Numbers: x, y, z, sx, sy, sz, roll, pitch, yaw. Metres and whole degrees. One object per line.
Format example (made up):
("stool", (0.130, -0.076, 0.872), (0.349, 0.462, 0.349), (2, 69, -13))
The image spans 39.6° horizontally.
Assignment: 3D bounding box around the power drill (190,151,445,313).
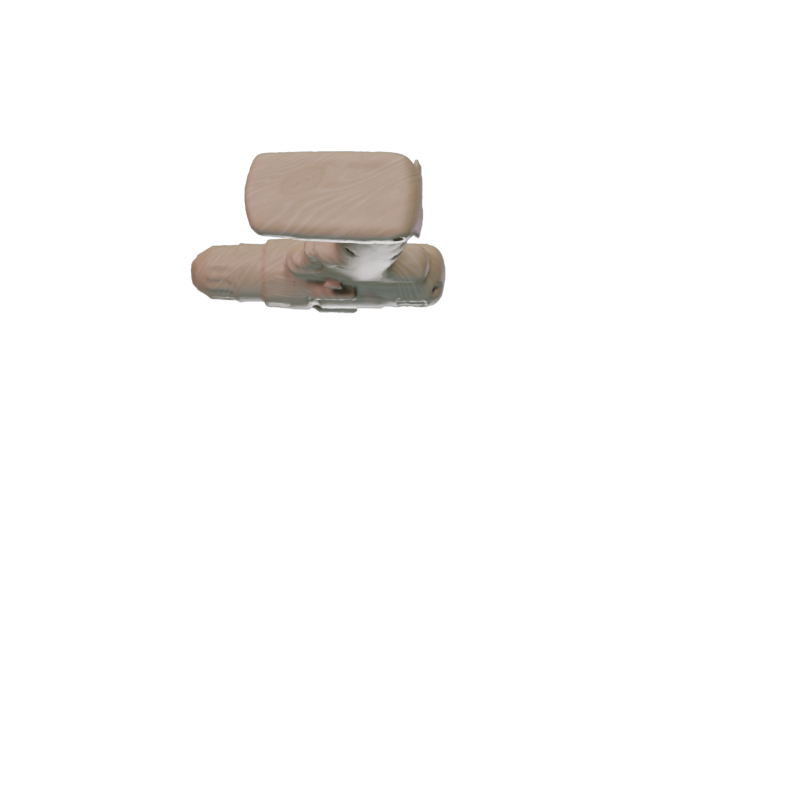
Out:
("power drill", (-0.058, -0.106, 0.741), (0.185, 0.059, 0.181), (0, -11, 0))
